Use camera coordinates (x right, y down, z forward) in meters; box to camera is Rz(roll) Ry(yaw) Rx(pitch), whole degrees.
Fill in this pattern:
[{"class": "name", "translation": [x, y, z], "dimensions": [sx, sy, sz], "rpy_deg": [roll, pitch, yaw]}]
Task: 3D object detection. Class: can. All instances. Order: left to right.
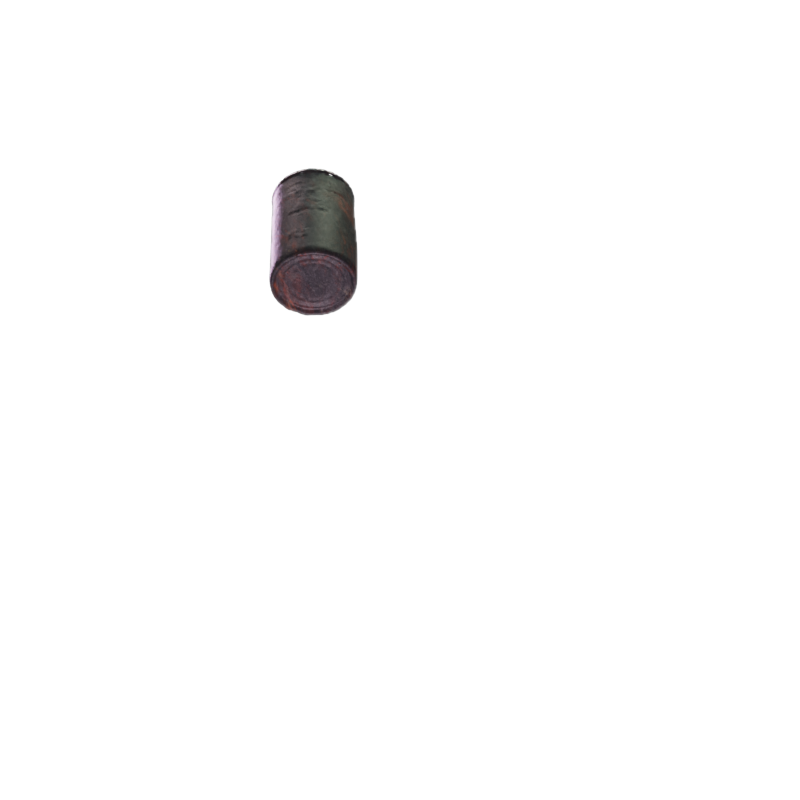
[{"class": "can", "translation": [-0.068, -0.124, 0.869], "dimensions": [0.068, 0.064, 0.110], "rpy_deg": [-1, 45, -3]}]
